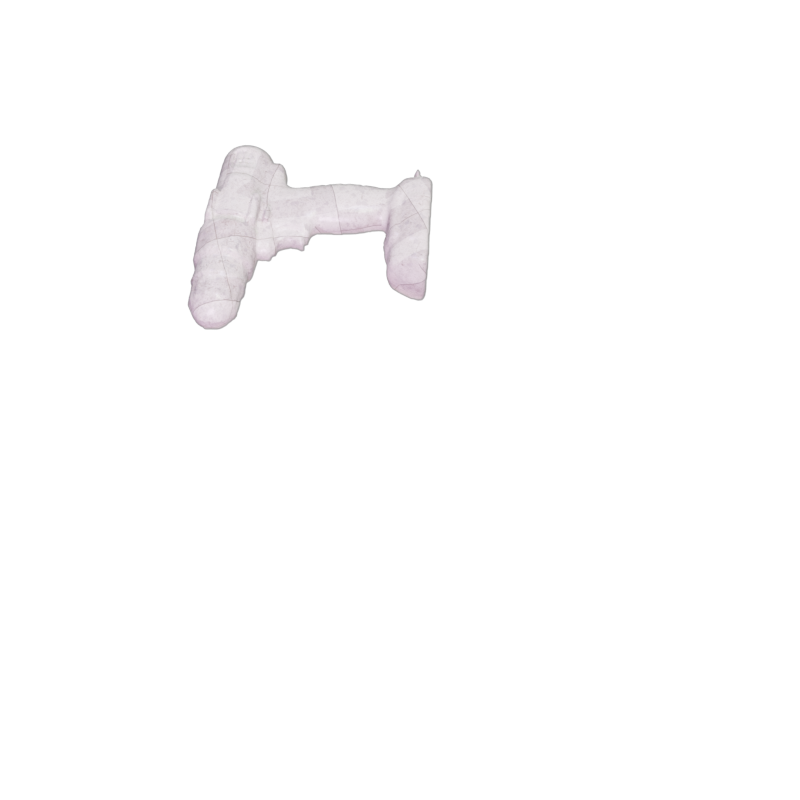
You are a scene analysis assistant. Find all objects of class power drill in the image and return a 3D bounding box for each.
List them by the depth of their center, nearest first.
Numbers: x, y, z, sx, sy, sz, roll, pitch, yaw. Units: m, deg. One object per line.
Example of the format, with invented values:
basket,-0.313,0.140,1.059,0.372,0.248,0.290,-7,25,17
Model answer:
power drill,-0.070,-0.128,0.894,0.189,0.196,0.054,5,-36,4
